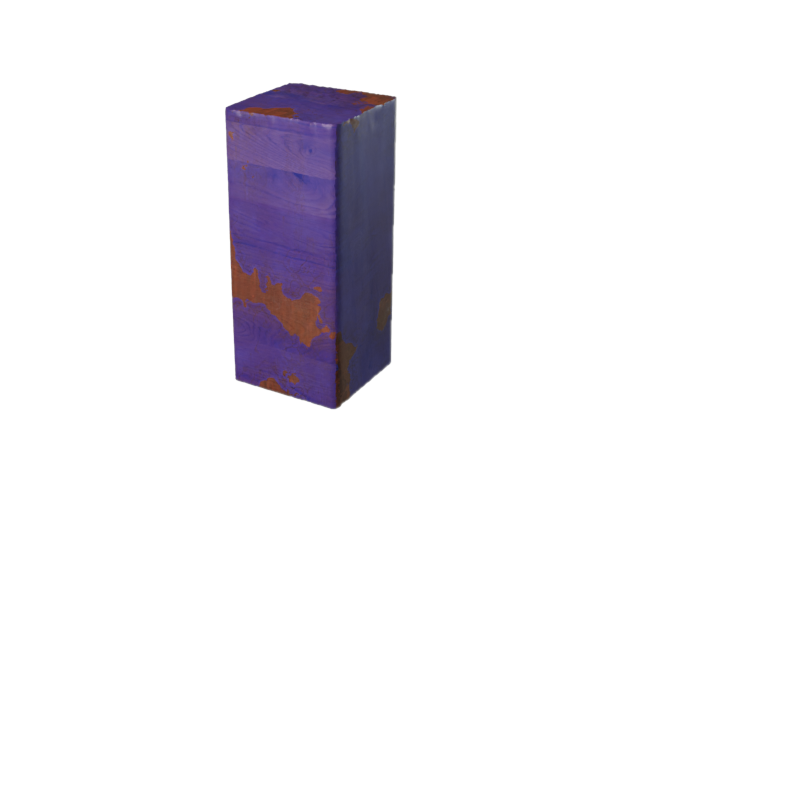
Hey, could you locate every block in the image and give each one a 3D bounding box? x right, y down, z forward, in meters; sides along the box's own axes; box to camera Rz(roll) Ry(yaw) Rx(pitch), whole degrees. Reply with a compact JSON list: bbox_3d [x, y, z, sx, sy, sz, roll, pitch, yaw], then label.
[{"bbox_3d":[-0.063,-0.113,0.792,0.095,0.196,0.091,14,26,26],"label":"block"}]
